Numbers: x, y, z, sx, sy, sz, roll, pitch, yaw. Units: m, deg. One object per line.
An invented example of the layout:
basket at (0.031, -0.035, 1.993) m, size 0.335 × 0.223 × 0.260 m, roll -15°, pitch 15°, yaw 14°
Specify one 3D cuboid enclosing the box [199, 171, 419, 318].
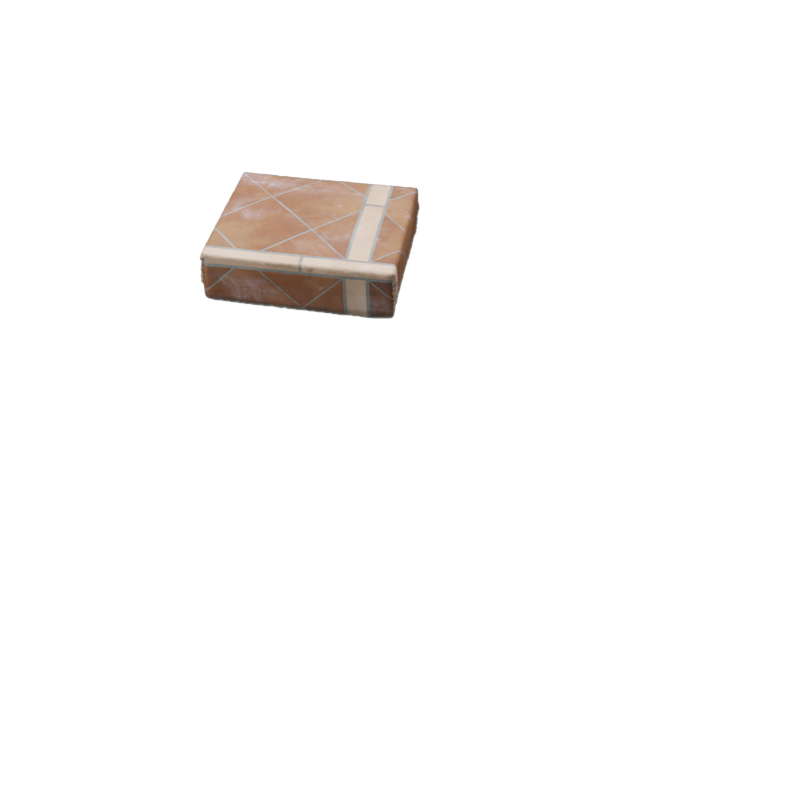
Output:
box at (-0.051, -0.093, 0.651) m, size 0.115 × 0.036 × 0.095 m, roll 8°, pitch 41°, yaw 8°
